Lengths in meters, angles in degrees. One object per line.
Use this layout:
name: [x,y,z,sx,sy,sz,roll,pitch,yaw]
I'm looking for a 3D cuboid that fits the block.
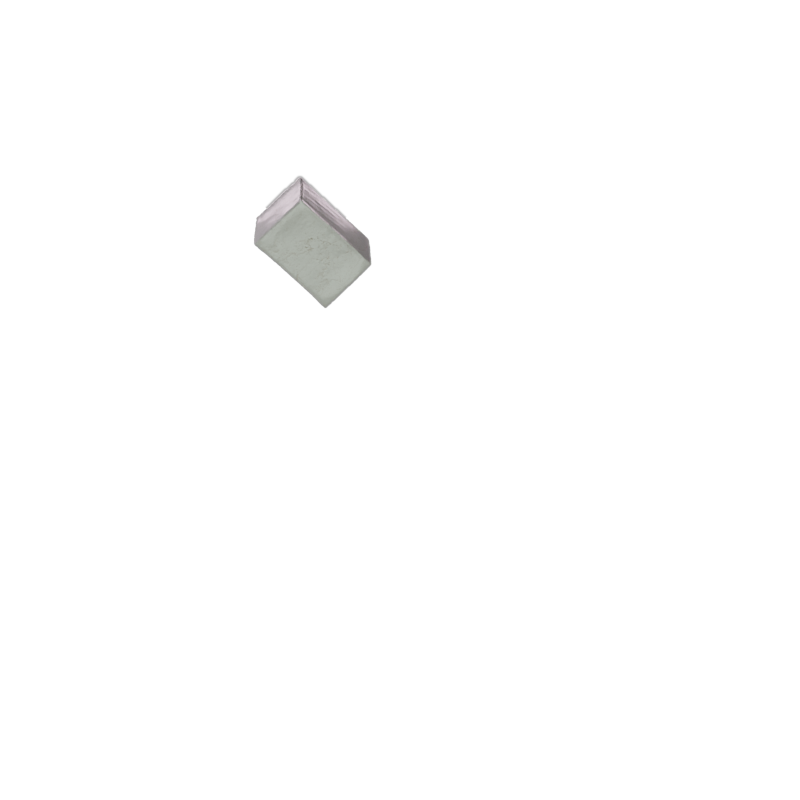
block: [-0.067,-0.122,0.854,0.052,0.075,0.054,-42,20,17]
